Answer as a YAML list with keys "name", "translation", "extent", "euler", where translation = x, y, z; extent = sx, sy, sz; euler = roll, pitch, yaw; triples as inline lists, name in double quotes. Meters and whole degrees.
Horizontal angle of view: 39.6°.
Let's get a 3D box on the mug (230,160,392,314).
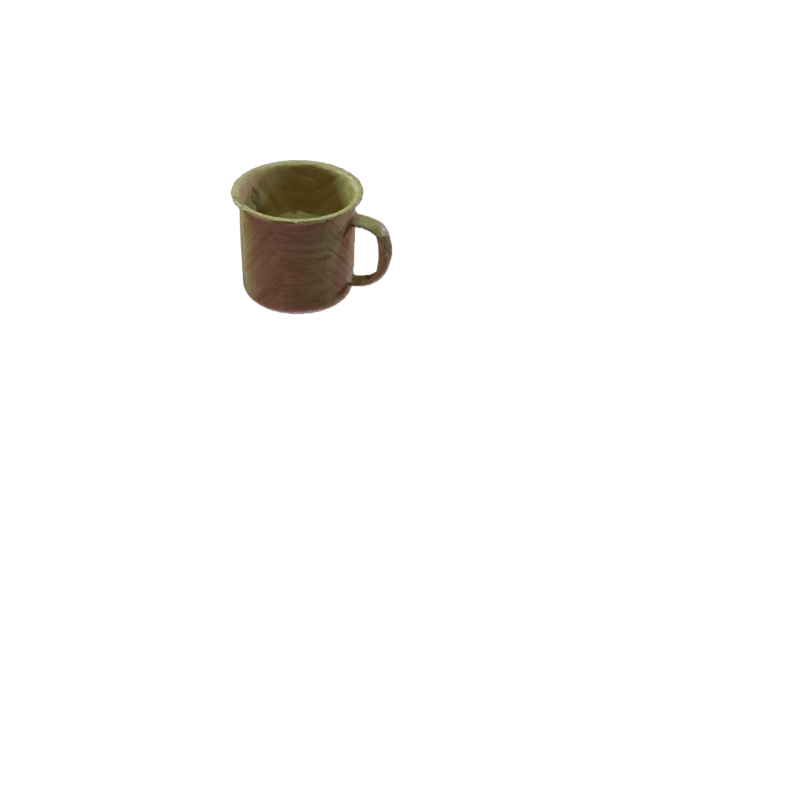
- name: "mug"
  translation: [-0.062, -0.113, 0.792]
  extent: [0.120, 0.076, 0.097]
  euler: [12, 36, 15]
